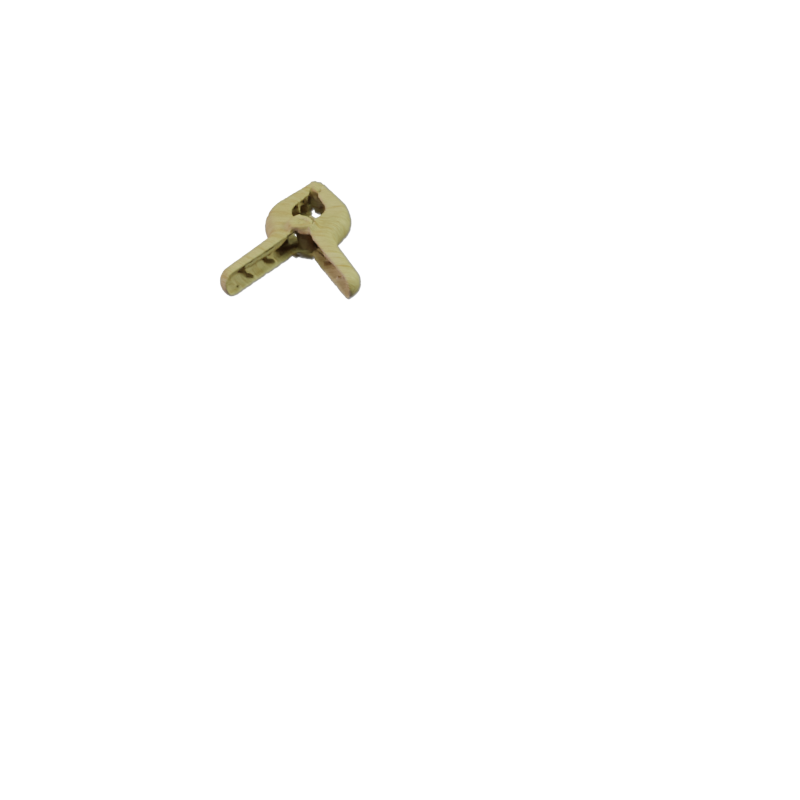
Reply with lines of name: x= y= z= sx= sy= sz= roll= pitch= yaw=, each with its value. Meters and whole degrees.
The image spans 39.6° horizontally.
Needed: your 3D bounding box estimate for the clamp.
clamp: x=-0.078 y=-0.142 z=0.994 sx=0.123 sy=0.037 sz=0.180 roll=10 pitch=42 yaw=11
